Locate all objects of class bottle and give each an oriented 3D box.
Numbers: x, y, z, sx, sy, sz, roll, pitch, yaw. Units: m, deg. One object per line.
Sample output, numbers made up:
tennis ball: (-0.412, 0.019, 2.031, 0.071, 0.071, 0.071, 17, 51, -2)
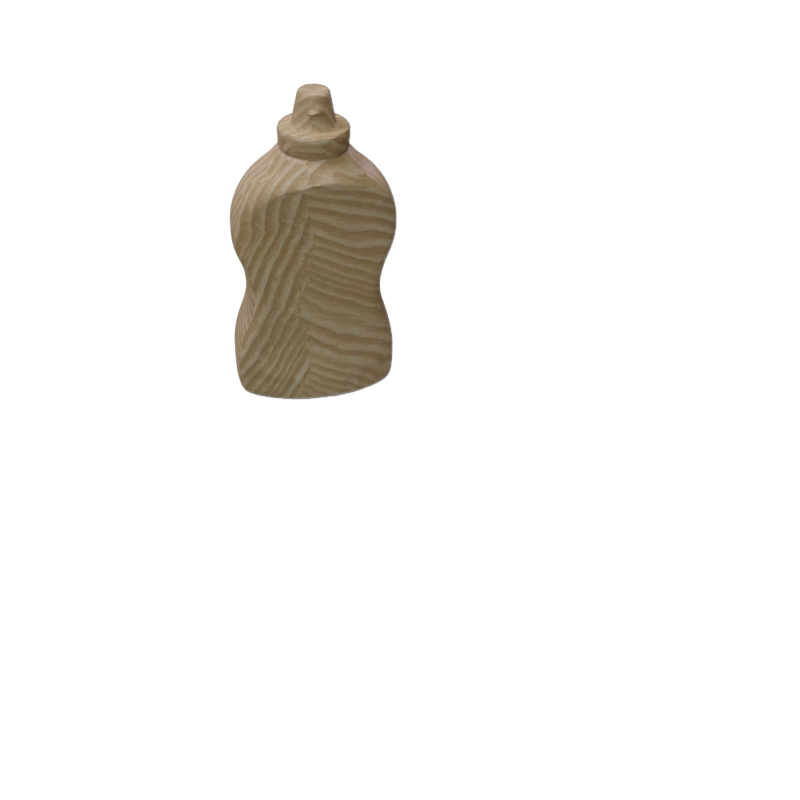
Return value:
bottle: (-0.051, -0.092, 0.648, 0.095, 0.180, 0.063, -3, 32, -8)
